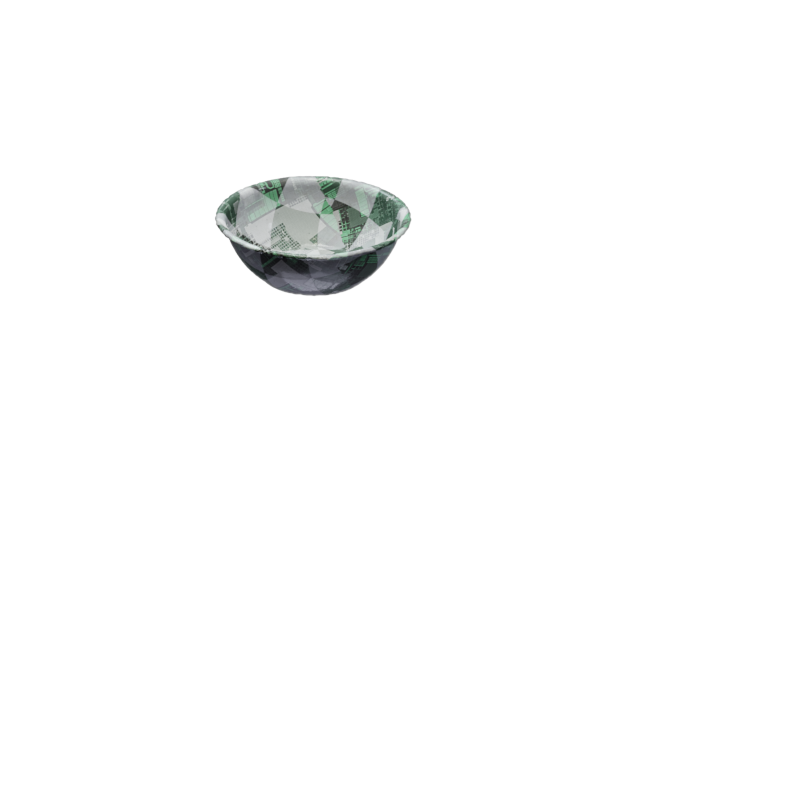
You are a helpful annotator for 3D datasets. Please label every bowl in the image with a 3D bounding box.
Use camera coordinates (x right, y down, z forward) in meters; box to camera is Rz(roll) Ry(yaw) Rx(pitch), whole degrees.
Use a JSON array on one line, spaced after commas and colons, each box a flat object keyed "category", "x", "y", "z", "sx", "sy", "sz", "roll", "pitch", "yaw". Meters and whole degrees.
[{"category": "bowl", "x": -0.073, "y": -0.132, "z": 0.927, "sx": 0.162, "sy": 0.052, "sz": 0.172, "roll": -1, "pitch": 32, "yaw": -2}]
